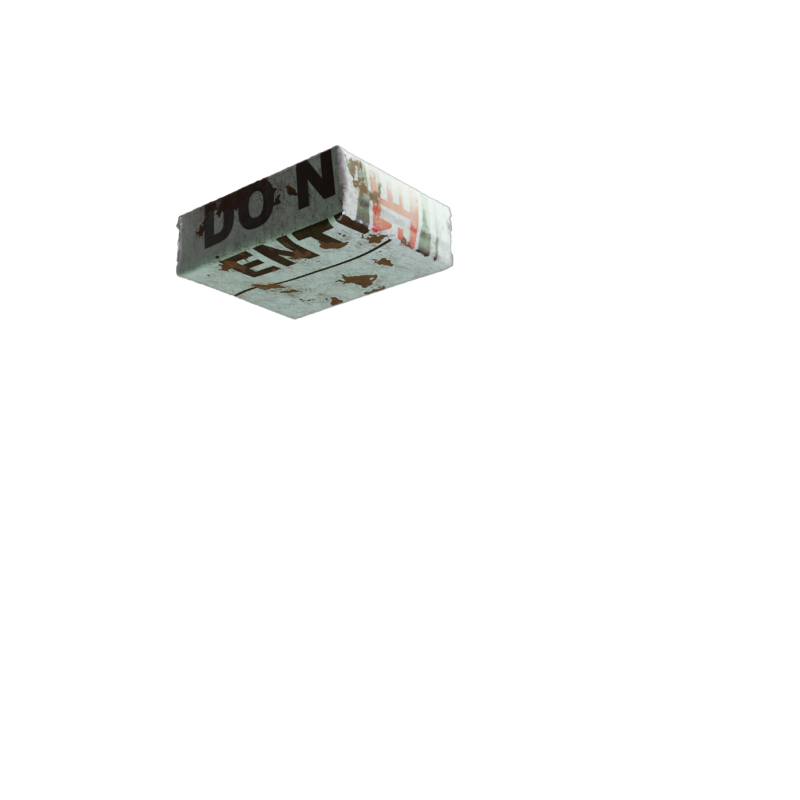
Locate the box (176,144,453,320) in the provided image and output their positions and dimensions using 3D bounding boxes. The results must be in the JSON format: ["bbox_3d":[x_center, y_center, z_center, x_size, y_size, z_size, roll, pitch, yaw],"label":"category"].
[{"bbox_3d":[-0.044,-0.080,0.560,0.115,0.041,0.084,-13,-21,37],"label":"box"}]
